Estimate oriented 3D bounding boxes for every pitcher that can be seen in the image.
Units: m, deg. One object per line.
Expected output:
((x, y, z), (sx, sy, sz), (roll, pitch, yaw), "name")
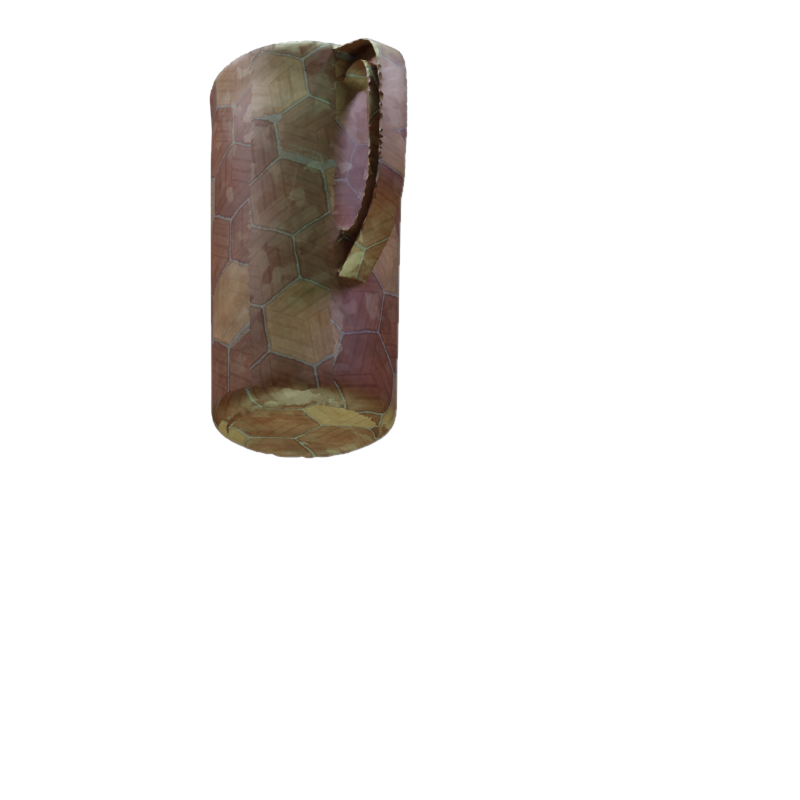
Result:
((-0.054, -0.098, 0.689), (0.146, 0.258, 0.139), (-7, -28, 10), "pitcher")
